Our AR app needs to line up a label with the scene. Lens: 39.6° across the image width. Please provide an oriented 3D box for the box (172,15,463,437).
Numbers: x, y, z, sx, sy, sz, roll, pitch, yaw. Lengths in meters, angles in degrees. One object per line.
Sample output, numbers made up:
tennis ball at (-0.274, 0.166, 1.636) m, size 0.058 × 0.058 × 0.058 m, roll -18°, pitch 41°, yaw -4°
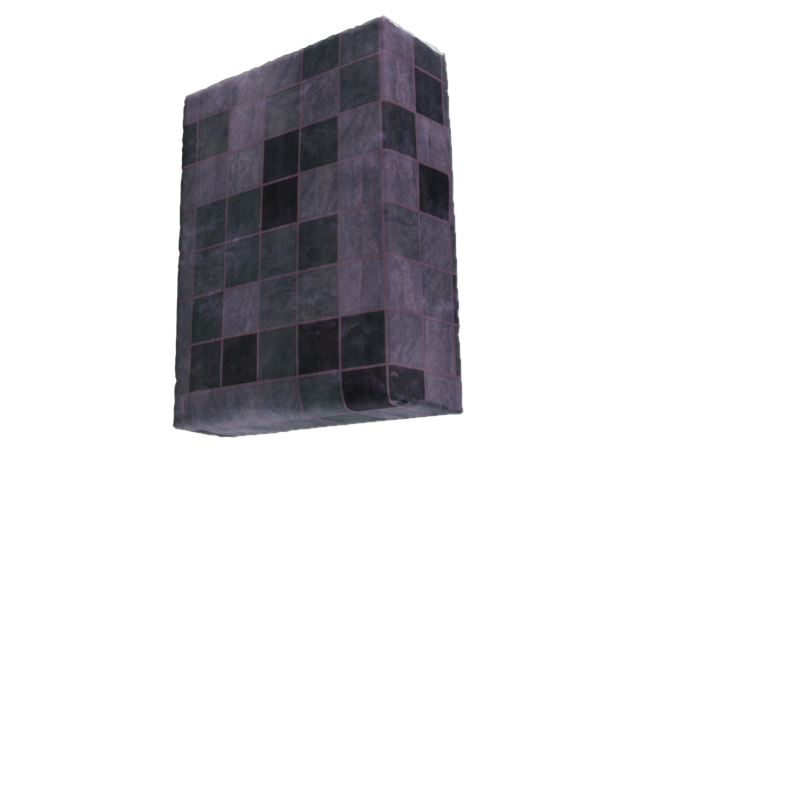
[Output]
box at (-0.051, -0.092, 0.646) m, size 0.168 × 0.222 × 0.068 m, roll -12°, pitch -19°, yaw 37°
